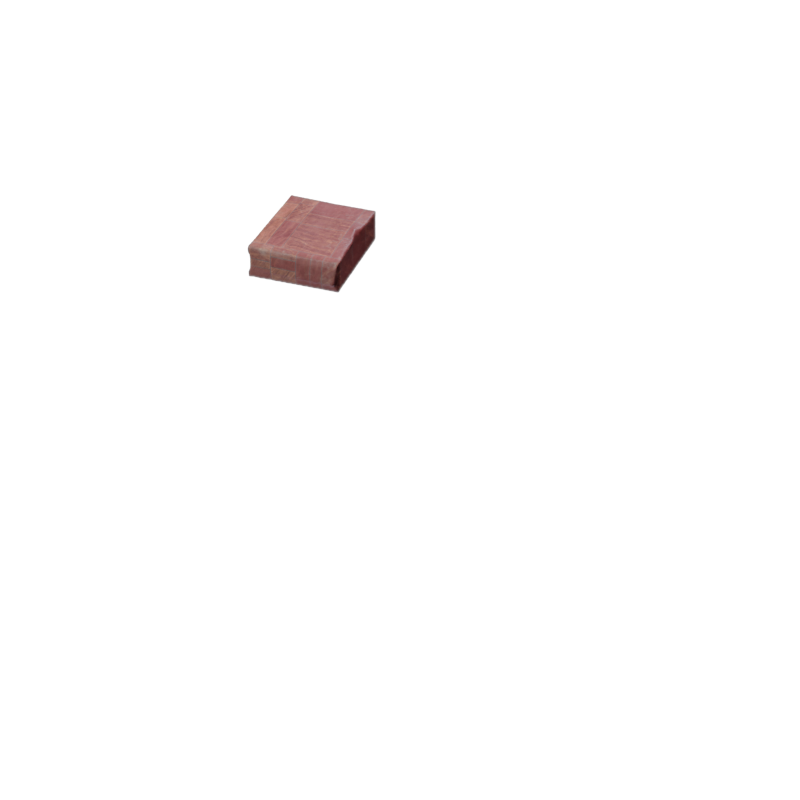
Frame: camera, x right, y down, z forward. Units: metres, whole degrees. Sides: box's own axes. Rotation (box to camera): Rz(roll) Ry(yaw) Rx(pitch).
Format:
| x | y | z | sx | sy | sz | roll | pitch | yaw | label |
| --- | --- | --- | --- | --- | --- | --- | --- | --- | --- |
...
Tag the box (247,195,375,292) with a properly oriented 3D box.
| x | y | z | sx | sy | sz | roll | pitch | yaw | label |
| --- | --- | --- | --- | --- | --- | --- | --- | --- | --- |
| -0.067 | -0.121 | 0.851 | 0.075 | 0.028 | 0.092 | 12 | 37 | 15 | box |
